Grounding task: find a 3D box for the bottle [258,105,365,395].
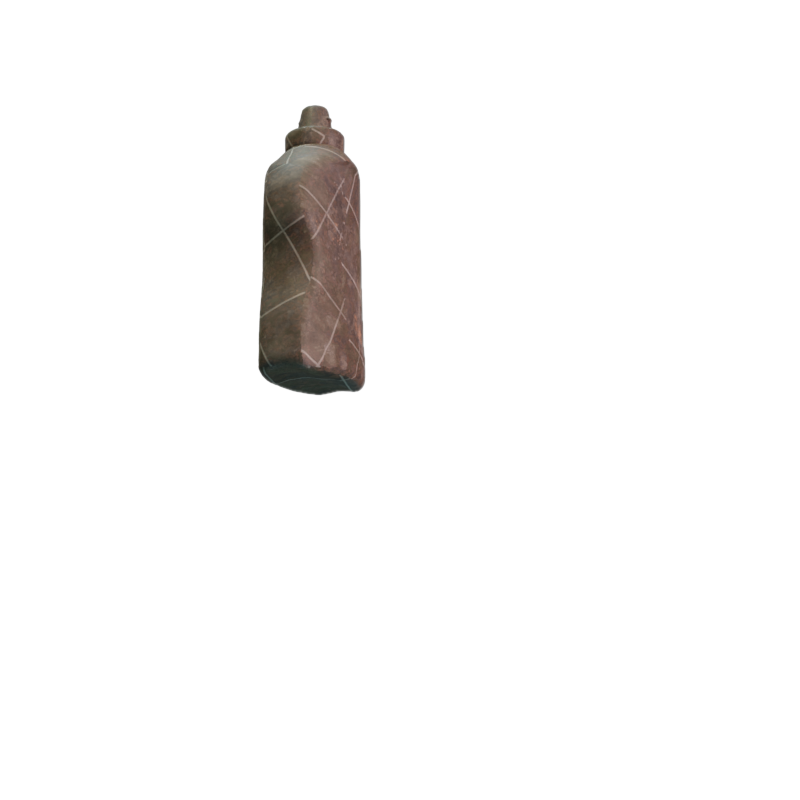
[{"bbox_3d":[-0.057,-0.105,0.736,0.059,0.200,0.090,-9,-18,23],"label":"bottle"}]
